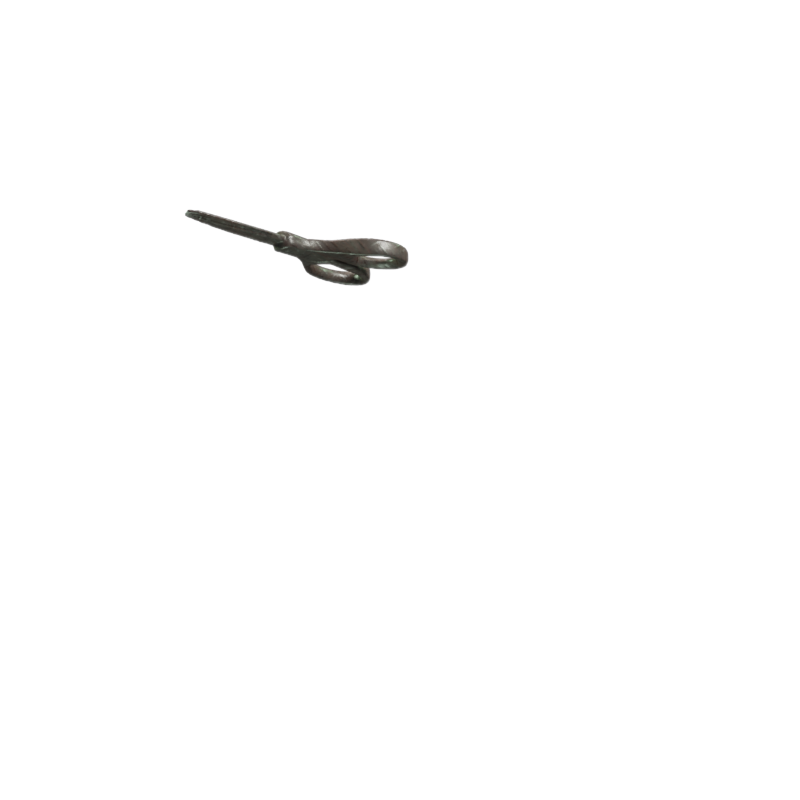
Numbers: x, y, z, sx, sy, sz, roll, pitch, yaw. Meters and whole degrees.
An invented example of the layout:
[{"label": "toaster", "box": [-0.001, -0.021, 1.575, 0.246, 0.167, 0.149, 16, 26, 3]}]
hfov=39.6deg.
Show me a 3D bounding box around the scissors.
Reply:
[{"label": "scissors", "box": [-0.067, -0.122, 0.851, 0.098, 0.016, 0.190, -6, -13, 28]}]
